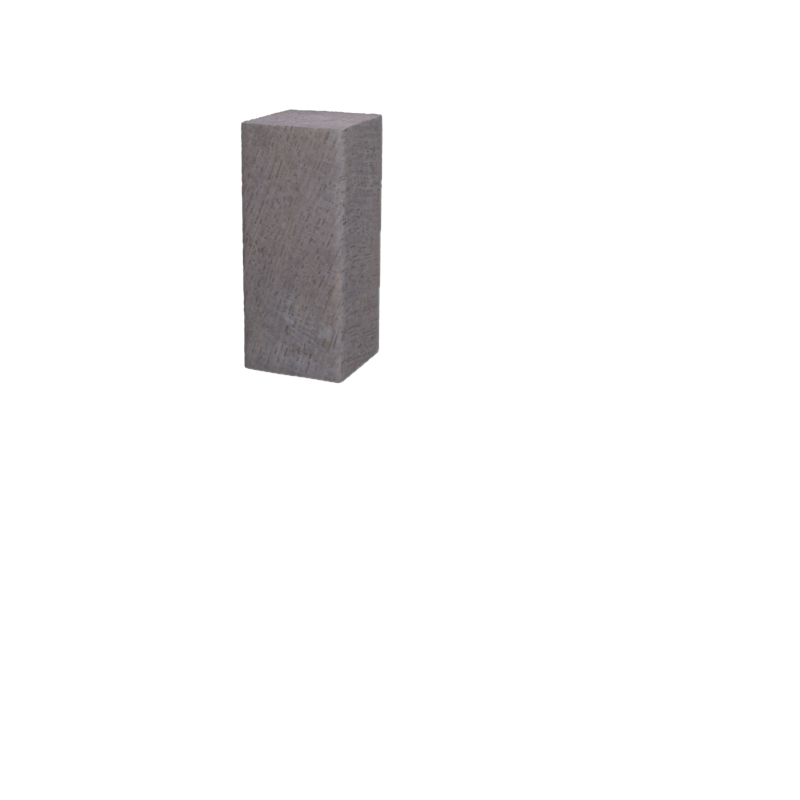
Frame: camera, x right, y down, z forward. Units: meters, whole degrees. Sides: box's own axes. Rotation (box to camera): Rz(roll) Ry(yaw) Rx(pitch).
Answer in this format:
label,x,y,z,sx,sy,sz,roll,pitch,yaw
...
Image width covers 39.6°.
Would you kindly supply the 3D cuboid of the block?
label,x,y,z,sx,sy,sz,roll,pitch,yaw
block,-0.071,-0.131,0.916,0.093,0.199,0.091,7,17,21
